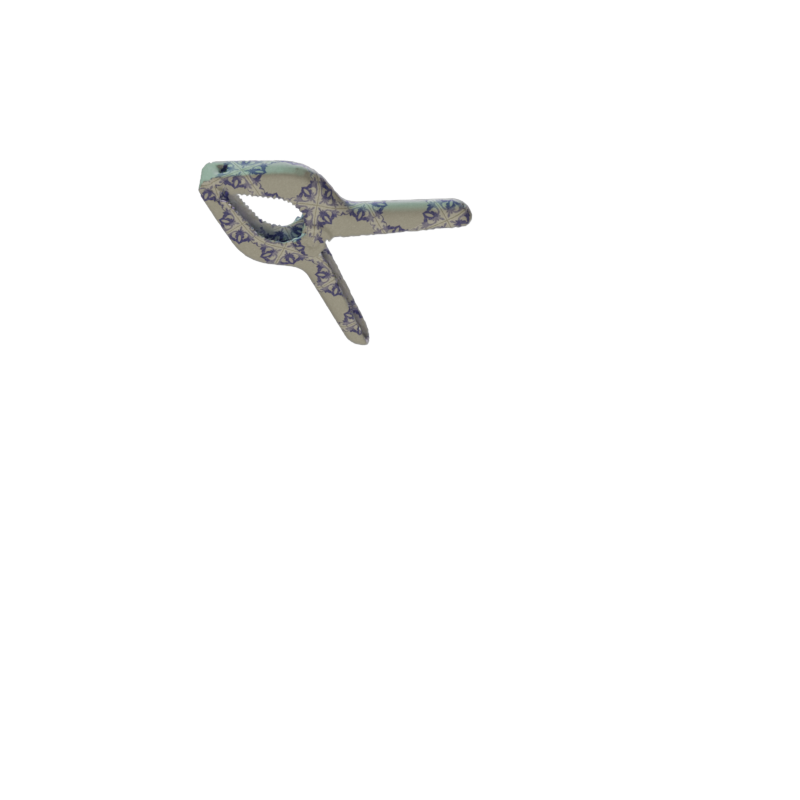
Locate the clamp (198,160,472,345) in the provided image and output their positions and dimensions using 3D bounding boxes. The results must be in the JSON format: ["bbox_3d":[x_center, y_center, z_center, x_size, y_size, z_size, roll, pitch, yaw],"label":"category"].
[{"bbox_3d":[-0.070,-0.128,0.897,0.204,0.158,0.039,20,36,-15],"label":"clamp"}]
